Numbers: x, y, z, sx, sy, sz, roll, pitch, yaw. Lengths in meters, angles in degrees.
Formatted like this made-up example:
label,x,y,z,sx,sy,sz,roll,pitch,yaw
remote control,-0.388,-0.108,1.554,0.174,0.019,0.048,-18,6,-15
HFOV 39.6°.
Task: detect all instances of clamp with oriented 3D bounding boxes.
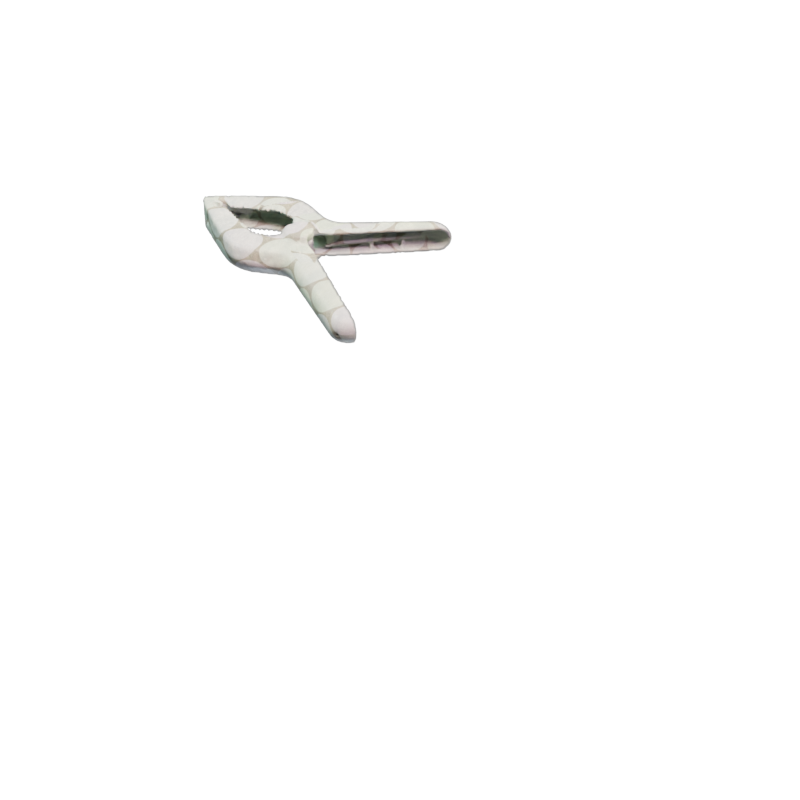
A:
label,x,y,z,sx,sy,sz,roll,pitch,yaw
clamp,-0.073,-0.133,0.934,0.223,0.034,0.166,27,46,29
